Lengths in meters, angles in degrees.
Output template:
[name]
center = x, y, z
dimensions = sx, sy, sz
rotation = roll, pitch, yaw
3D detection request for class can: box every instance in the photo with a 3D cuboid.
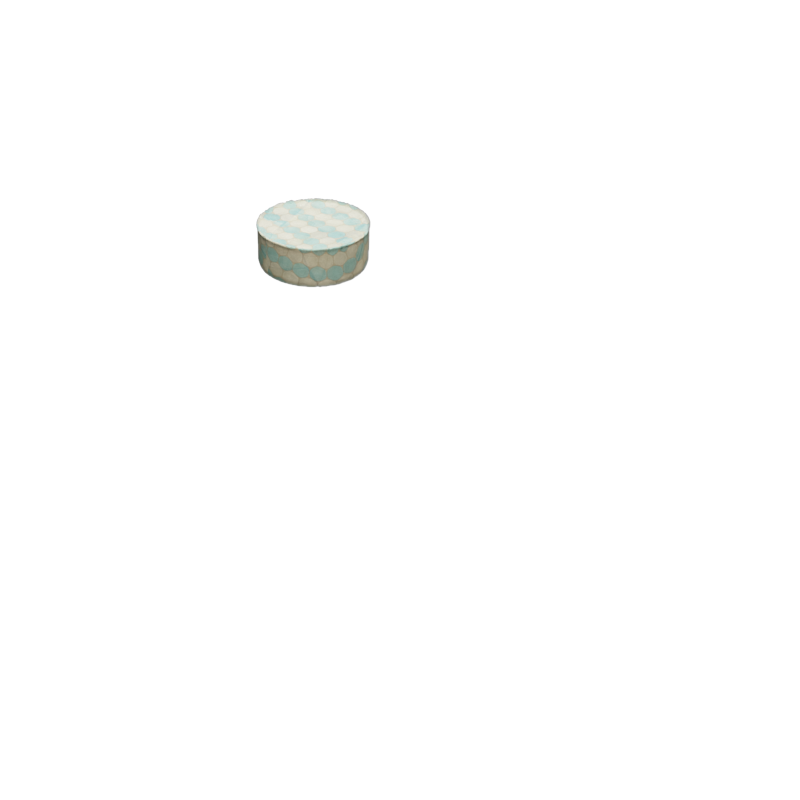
[can]
center = -0.066, -0.120, 0.839
dimensions = 0.086, 0.032, 0.091
rotation = -1, 33, -2
